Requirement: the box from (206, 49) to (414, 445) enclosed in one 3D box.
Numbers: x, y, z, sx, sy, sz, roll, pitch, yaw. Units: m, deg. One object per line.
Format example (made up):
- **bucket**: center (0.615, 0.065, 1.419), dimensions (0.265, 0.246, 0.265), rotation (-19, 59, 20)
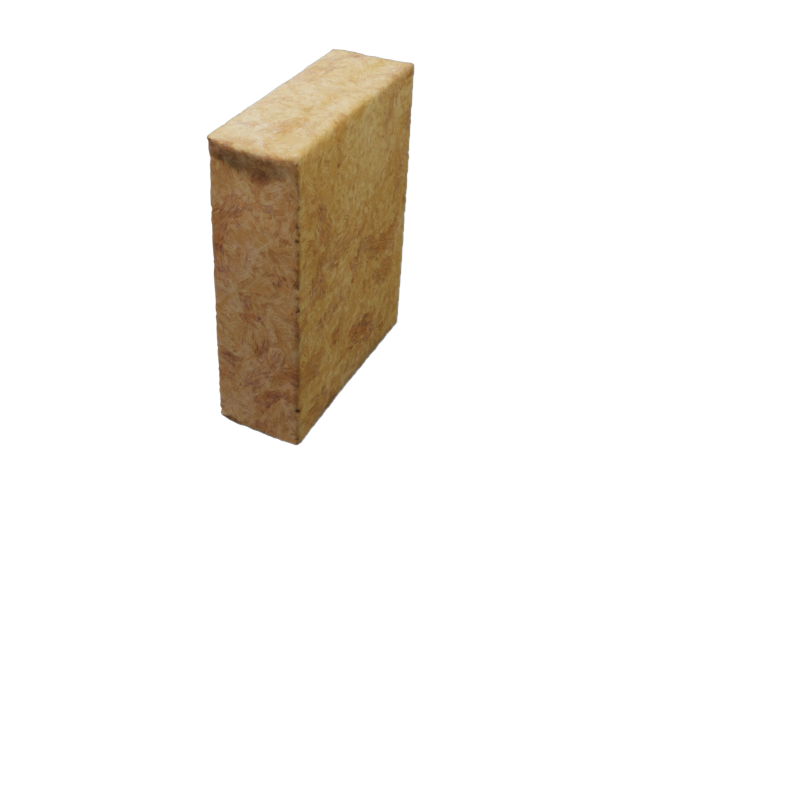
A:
- **box**: center (-0.058, -0.106, 0.744), dimensions (0.075, 0.200, 0.168), rotation (16, 37, 19)
